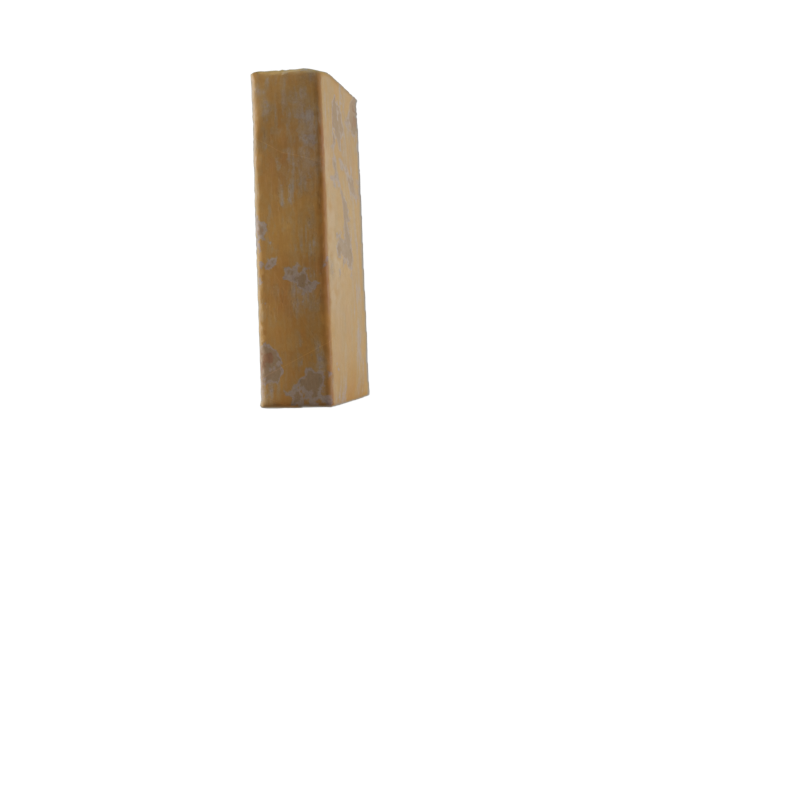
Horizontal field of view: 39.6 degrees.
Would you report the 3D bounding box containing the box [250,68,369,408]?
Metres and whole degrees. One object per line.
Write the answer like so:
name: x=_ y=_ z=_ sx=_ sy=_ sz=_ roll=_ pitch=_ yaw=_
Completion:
box: x=-0.048 y=-0.087 z=0.612 sx=0.049 sy=0.177 sz=0.091 roll=-1 pitch=-2 yaw=11
